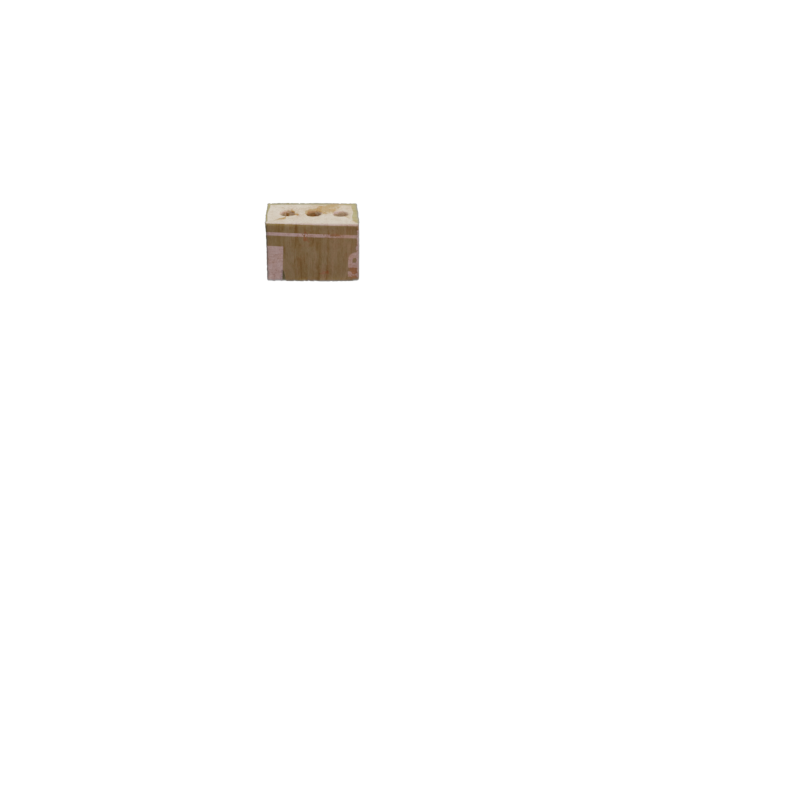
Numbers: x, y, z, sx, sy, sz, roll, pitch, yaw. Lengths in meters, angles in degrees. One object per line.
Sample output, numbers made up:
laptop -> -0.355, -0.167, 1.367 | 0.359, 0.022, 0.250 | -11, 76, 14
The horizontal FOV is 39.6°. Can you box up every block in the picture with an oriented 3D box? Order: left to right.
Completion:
block -> -0.072, -0.131, 0.917 | 0.078, 0.049, 0.055 | 0, 24, -1
